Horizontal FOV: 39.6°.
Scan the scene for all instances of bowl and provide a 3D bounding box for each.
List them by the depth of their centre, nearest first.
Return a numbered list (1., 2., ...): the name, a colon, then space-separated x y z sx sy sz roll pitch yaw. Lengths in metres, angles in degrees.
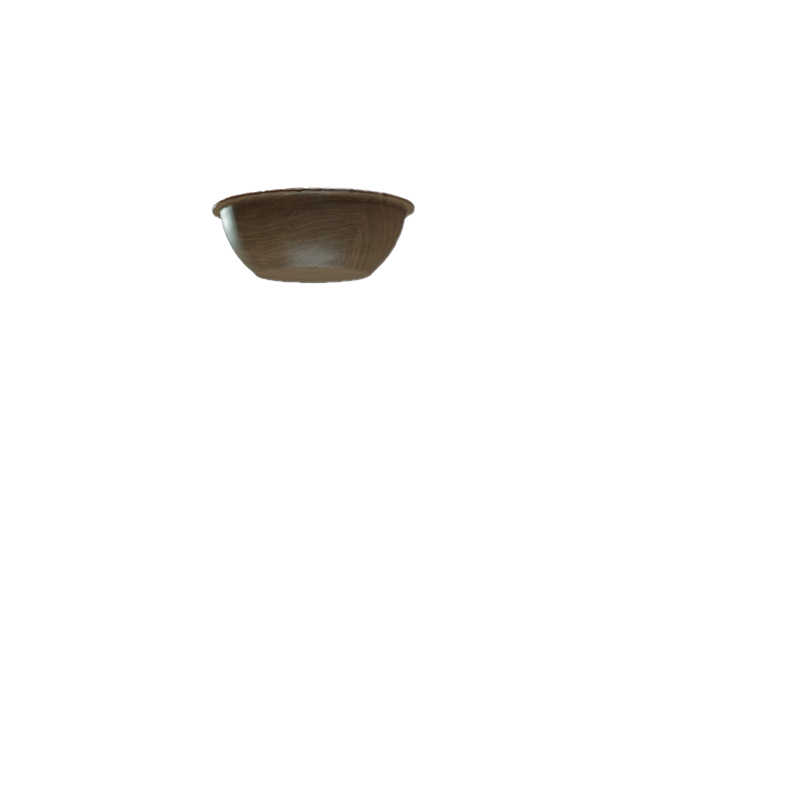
1. bowl: -0.069 -0.125 0.876 0.162 0.056 0.160 0 -2 -2
